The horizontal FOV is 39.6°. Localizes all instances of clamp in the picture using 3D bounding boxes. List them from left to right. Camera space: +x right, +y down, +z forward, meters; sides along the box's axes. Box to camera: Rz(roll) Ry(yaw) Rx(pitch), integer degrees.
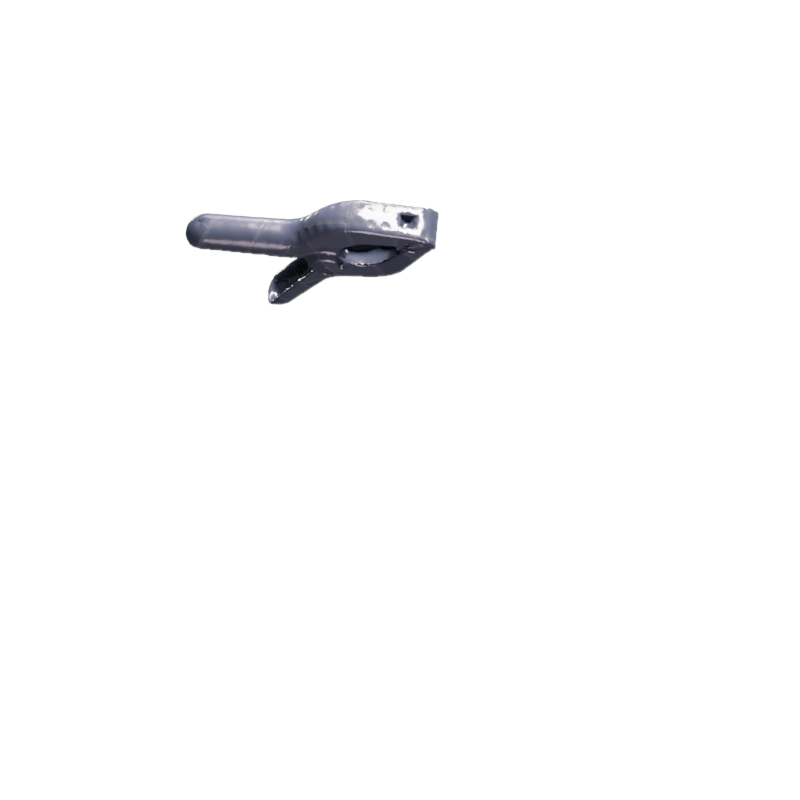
[{"bbox_3d":[-0.060,-0.109,0.765,0.174,0.041,0.112,-12,-21,35],"label":"clamp"}]
